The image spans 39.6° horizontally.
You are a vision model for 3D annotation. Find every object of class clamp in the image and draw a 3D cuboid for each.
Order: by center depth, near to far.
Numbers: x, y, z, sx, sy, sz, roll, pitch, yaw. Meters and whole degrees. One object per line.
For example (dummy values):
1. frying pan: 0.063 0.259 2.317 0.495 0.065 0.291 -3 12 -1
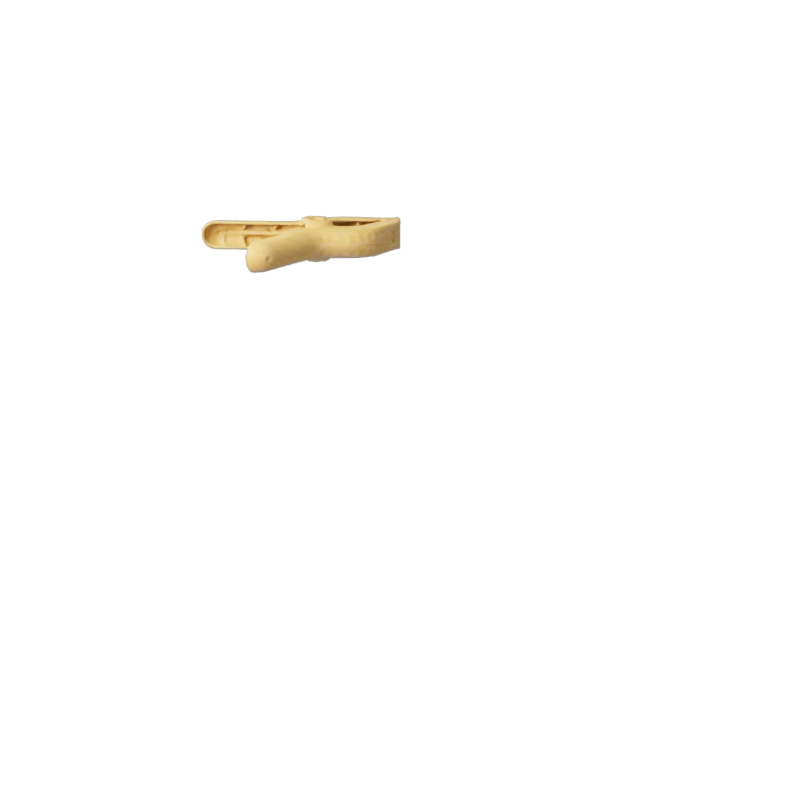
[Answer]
1. clamp: -0.073 -0.133 0.929 0.169 0.037 0.128 -7 25 -16
